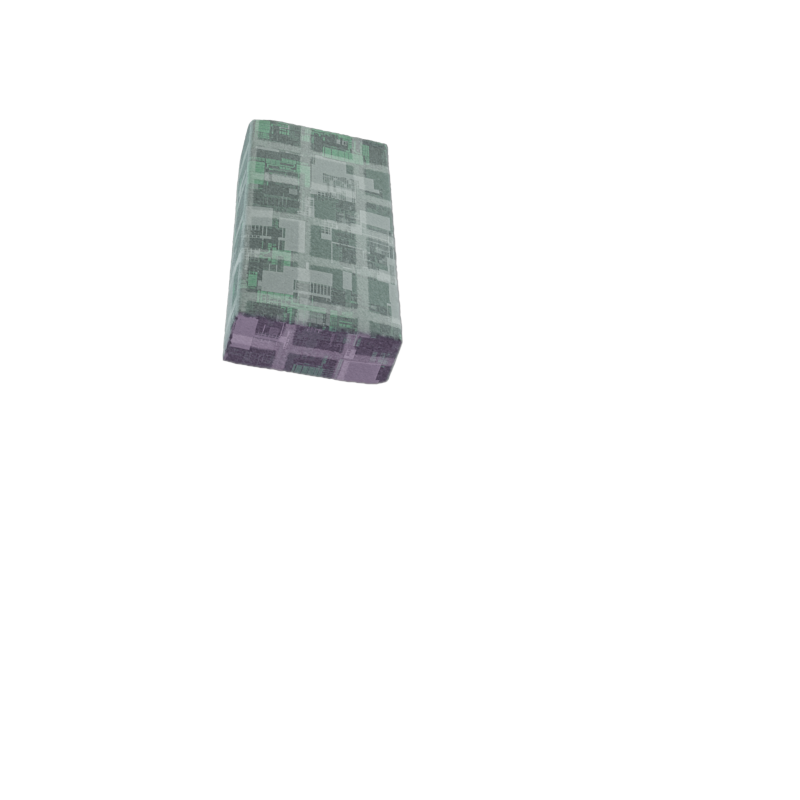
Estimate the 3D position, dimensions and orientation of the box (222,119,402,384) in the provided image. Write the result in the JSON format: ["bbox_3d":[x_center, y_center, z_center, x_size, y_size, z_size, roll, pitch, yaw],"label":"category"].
[{"bbox_3d":[-0.051,-0.093,0.651,0.092,0.189,0.045,8,-43,-12],"label":"box"}]
